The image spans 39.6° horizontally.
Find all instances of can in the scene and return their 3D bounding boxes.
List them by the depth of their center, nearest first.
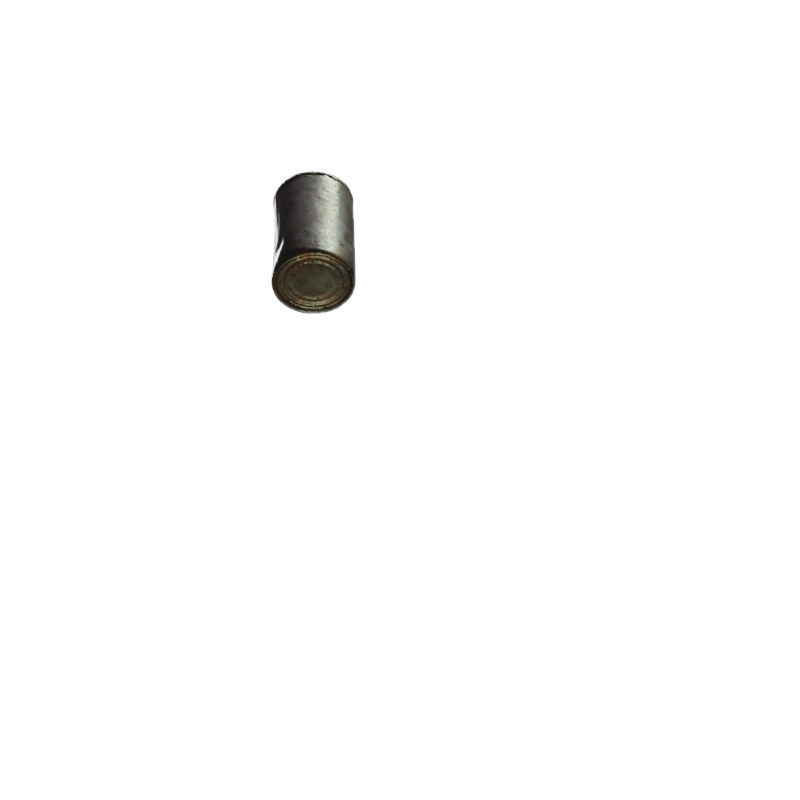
[{"bbox_3d":[-0.070,-0.128,0.900,0.068,0.064,0.110,-1,45,-3],"label":"can"}]
